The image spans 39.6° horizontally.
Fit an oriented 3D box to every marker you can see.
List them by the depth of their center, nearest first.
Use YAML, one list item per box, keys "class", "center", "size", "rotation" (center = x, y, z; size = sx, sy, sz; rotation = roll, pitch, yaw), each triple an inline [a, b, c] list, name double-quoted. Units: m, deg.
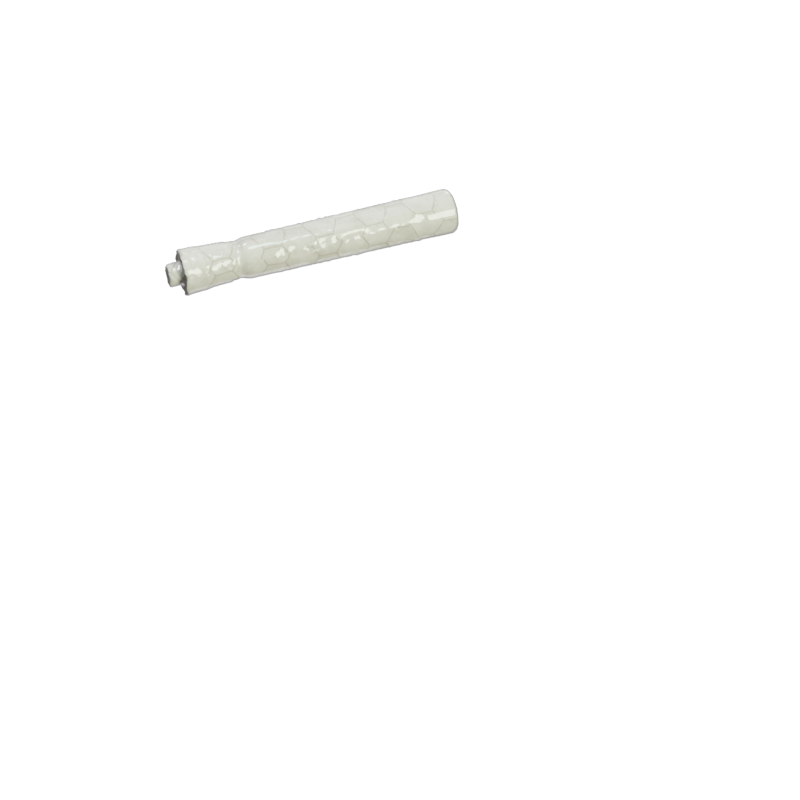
- class: "marker"
  center: [-0.035, -0.064, 0.447]
  size: [0.120, 0.019, 0.020]
  rotation: [-15, 8, -15]
